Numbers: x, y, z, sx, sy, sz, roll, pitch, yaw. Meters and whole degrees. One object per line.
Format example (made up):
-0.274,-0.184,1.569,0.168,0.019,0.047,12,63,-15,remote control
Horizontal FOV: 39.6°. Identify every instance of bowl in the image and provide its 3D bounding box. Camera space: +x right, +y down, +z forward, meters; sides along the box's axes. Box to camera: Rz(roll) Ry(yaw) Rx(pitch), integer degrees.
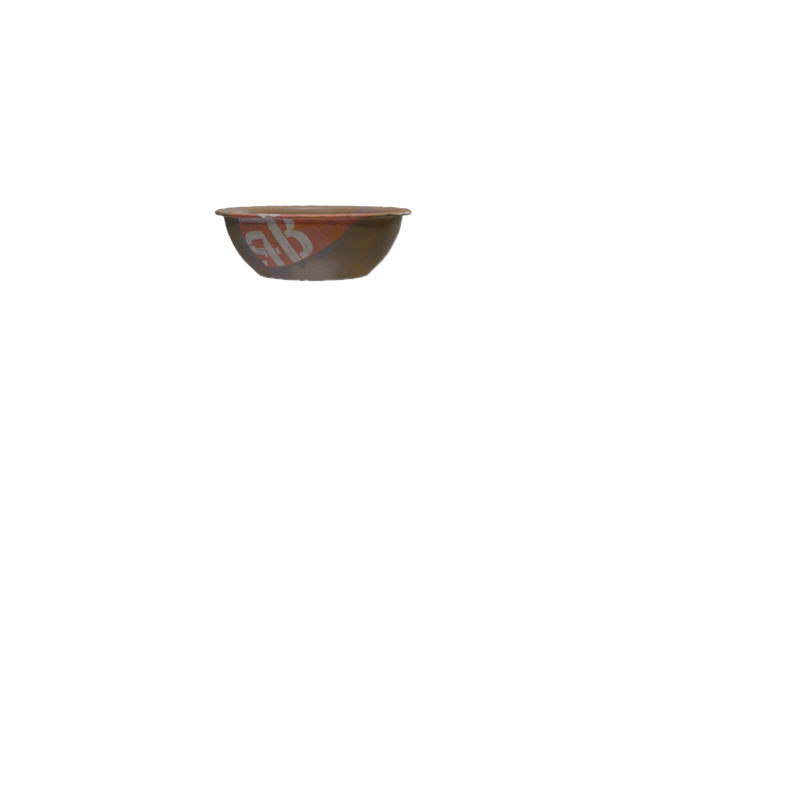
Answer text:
-0.071,-0.130,0.913,0.162,0.054,0.166,0,12,-2,bowl
